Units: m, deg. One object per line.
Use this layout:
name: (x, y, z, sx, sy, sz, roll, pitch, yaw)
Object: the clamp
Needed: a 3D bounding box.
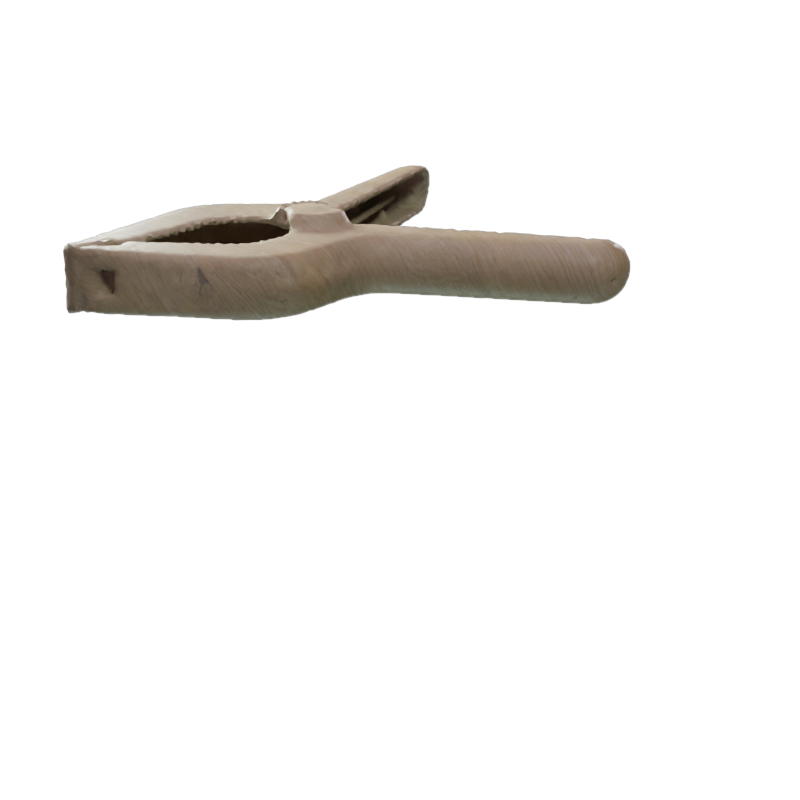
clamp: (-0.037, -0.067, 0.467, 0.206, 0.035, 0.175, -8, 24, -18)
